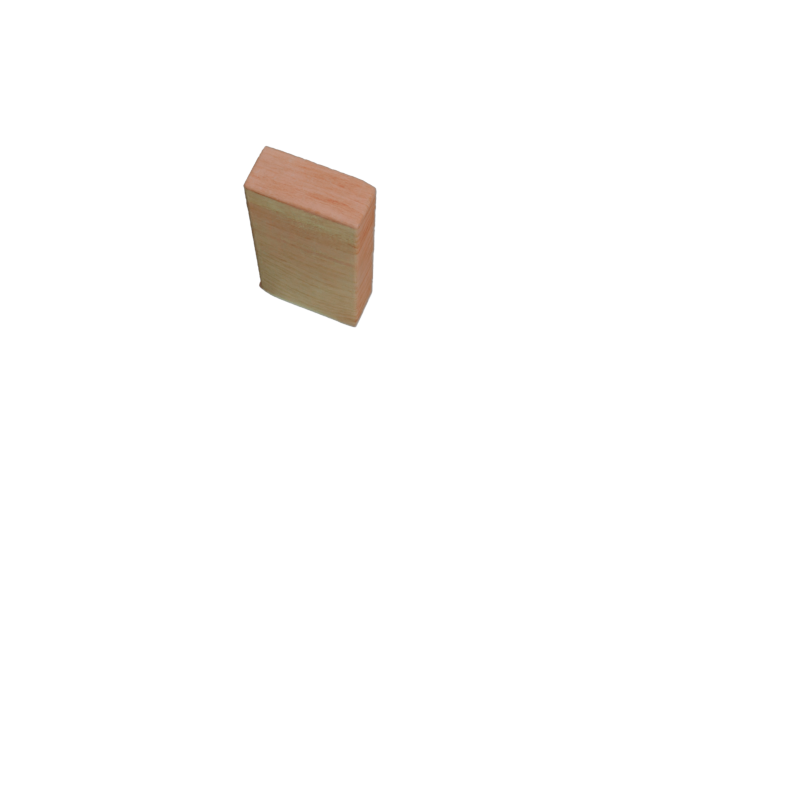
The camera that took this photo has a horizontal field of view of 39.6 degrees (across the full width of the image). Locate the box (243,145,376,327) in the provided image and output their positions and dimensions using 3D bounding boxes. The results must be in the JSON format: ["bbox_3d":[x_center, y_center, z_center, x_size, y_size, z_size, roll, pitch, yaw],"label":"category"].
[{"bbox_3d":[-0.068,-0.125,0.874,0.095,0.050,0.167,23,-23,7],"label":"box"}]
